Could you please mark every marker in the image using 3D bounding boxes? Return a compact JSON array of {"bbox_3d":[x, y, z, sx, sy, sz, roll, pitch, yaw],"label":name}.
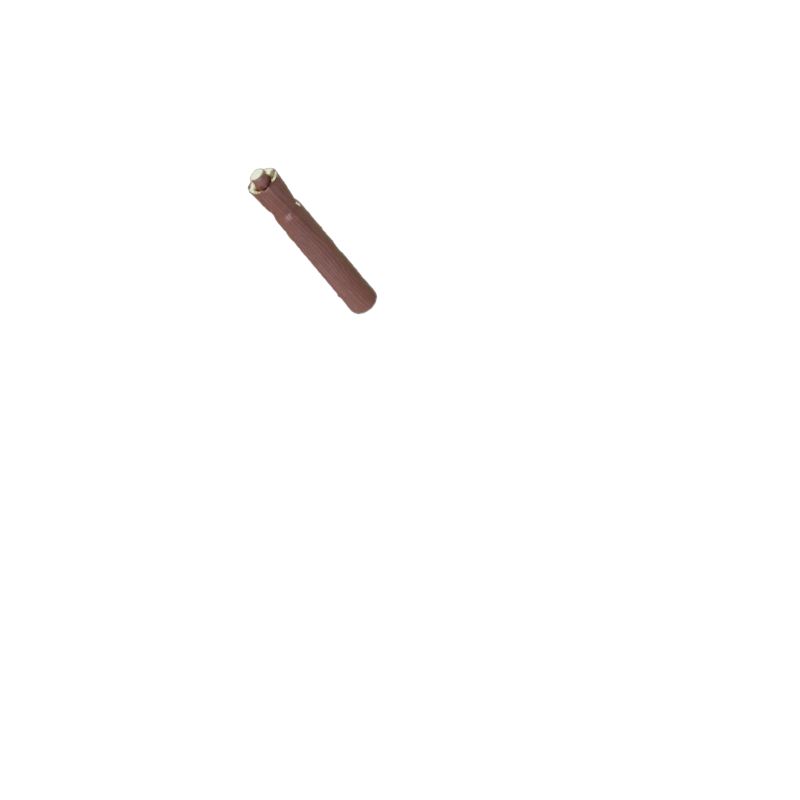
[{"bbox_3d":[-0.050,-0.091,0.635,0.021,0.020,0.112,3,-32,38],"label":"marker"}]
